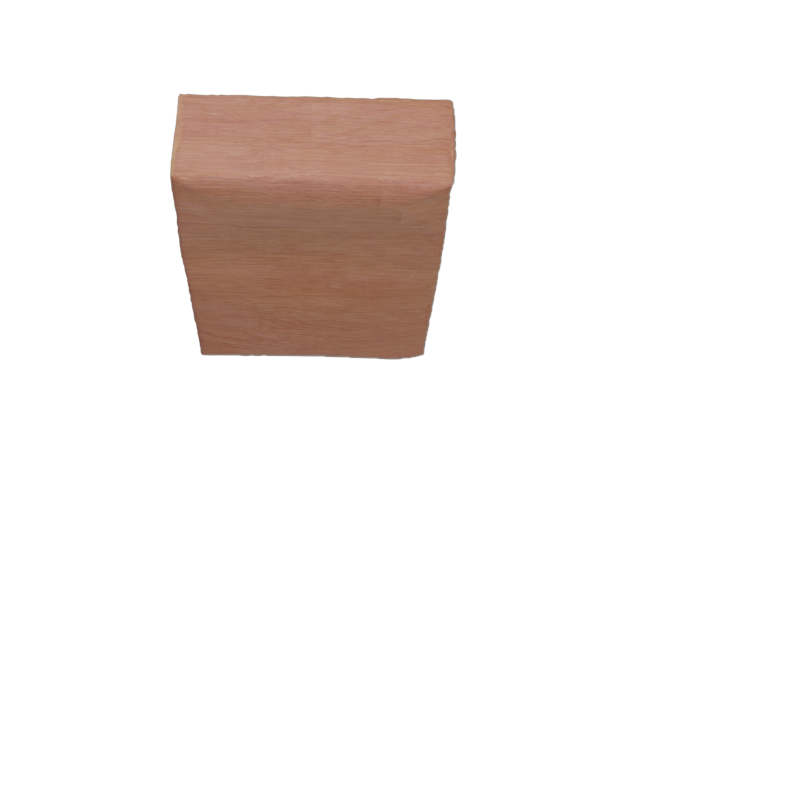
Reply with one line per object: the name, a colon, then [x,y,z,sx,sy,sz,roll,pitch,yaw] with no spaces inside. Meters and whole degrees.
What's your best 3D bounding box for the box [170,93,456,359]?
box: [-0.056,-0.103,0.720,0.164,0.076,0.201,2,-28,-2]
